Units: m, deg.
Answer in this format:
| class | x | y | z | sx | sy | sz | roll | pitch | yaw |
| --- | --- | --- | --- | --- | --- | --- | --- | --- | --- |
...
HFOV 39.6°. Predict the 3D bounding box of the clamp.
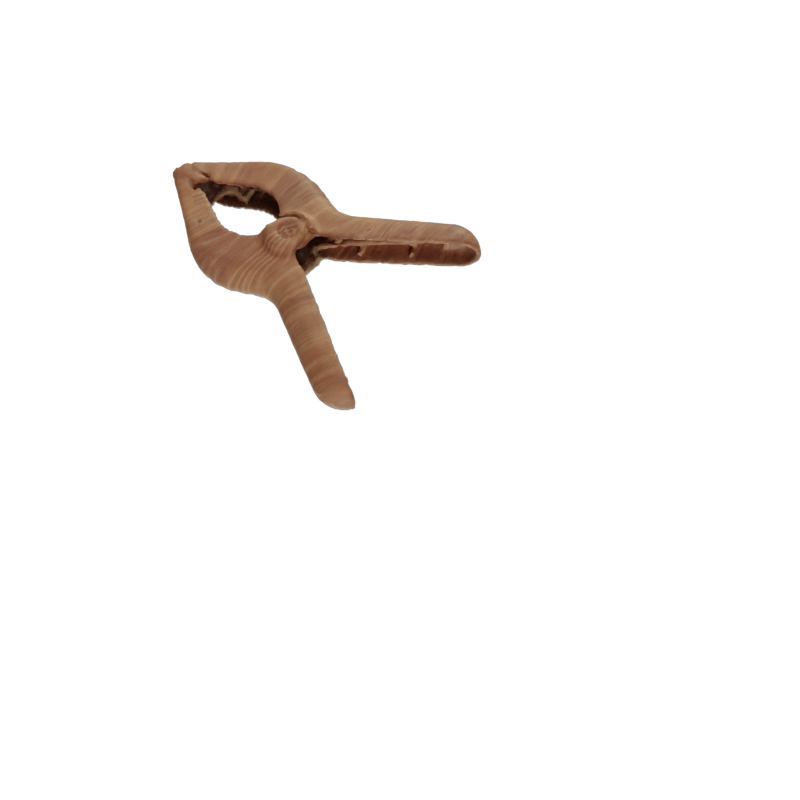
| class | x | y | z | sx | sy | sz | roll | pitch | yaw |
| --- | --- | --- | --- | --- | --- | --- | --- | --- | --- |
| clamp | -0.046 | -0.085 | 0.592 | 0.121 | 0.182 | 0.037 | -37 | -26 | -23 |
